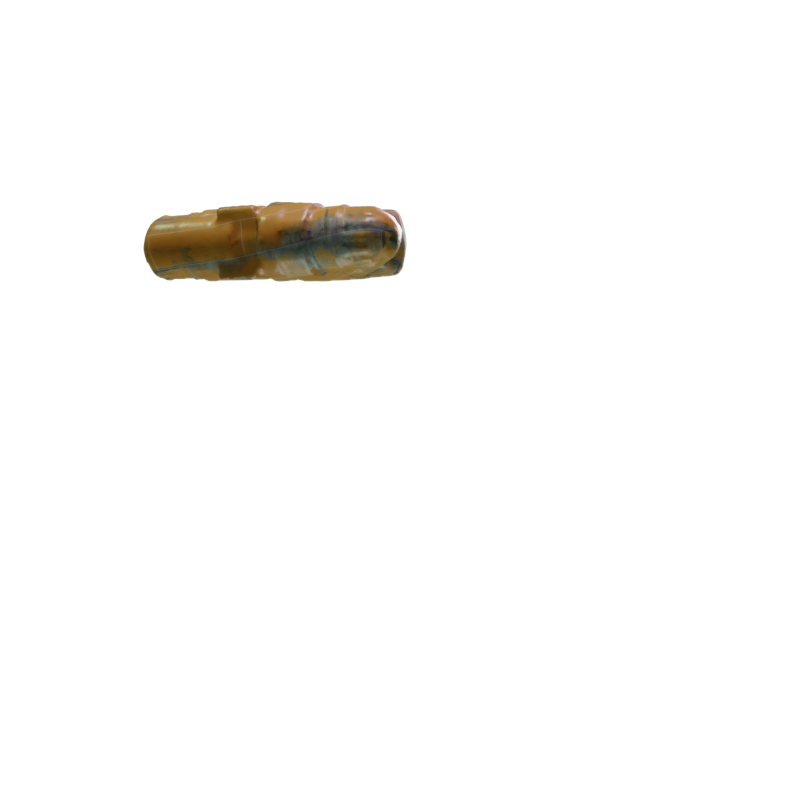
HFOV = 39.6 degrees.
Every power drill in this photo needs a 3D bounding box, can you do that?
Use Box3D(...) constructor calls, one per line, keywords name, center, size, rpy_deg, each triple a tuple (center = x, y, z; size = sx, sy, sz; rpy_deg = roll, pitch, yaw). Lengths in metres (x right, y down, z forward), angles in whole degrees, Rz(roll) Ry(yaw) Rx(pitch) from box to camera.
Box3D(name="power drill", center=(-0.062, -0.114, 0.796), size=(0.190, 0.057, 0.183), rpy_deg=(2, 6, 23))
